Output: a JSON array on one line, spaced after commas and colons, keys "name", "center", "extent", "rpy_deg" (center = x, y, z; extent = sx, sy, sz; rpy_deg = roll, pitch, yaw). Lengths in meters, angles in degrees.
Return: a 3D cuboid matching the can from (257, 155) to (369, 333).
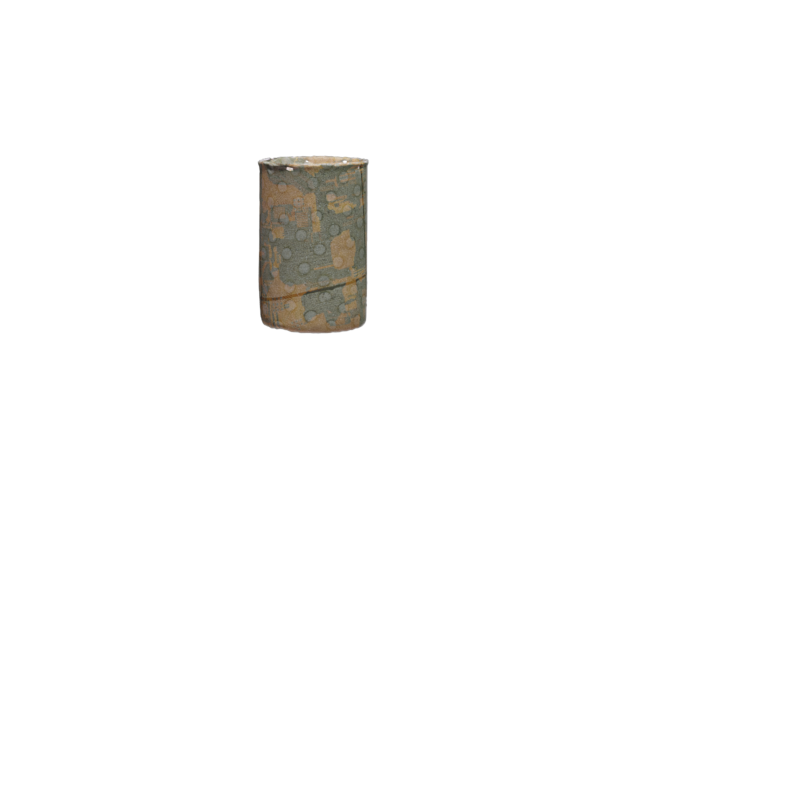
[{"name": "can", "center": [-0.054, -0.098, 0.685], "extent": [0.068, 0.100, 0.070], "rpy_deg": [0, 11, -2]}]
